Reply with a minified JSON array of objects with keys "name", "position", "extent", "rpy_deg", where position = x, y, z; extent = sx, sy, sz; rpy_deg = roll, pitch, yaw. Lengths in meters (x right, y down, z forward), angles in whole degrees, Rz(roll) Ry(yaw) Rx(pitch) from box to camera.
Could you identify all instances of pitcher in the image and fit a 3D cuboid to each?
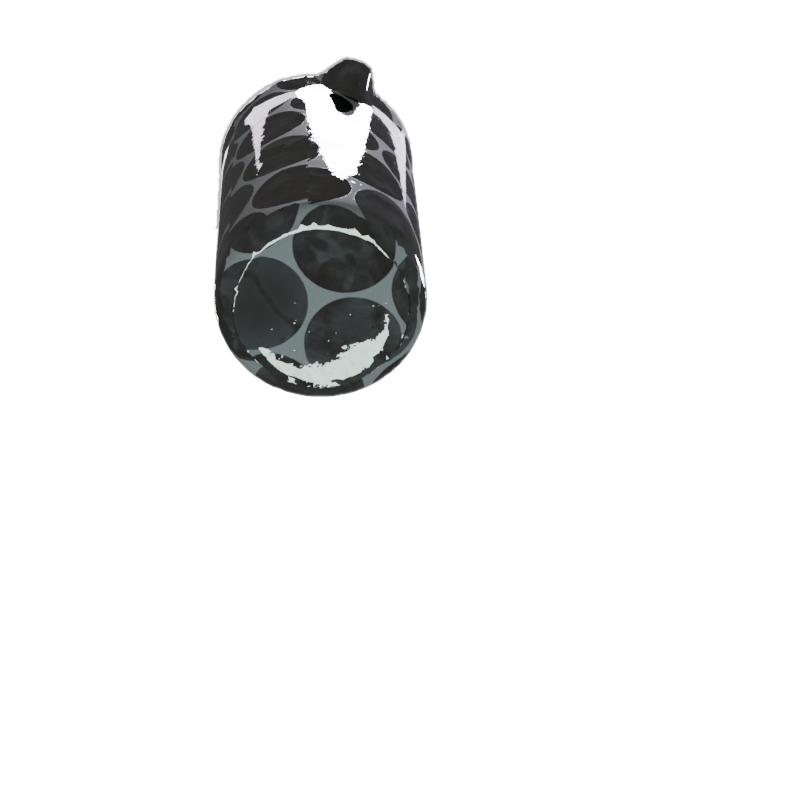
[{"name":"pitcher","position":[-0.052,-0.095,0.665],"extent":[0.145,0.141,0.257],"rpy_deg":[-22,26,8]}]
